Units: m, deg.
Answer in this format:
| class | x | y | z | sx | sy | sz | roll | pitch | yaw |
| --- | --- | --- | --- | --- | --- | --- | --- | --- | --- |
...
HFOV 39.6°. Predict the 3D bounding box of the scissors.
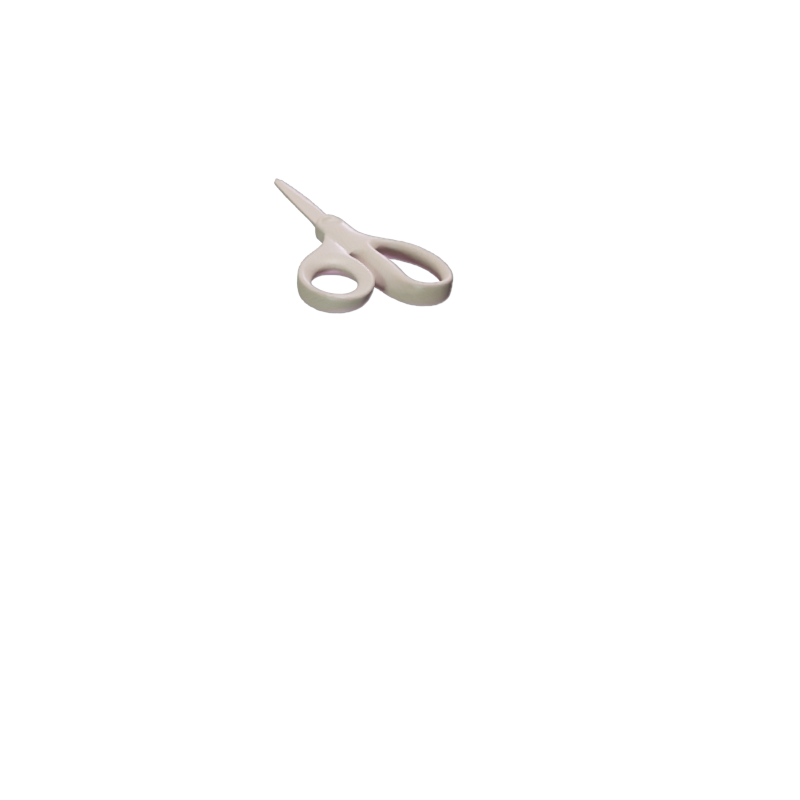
| class | x | y | z | sx | sy | sz | roll | pitch | yaw |
| --- | --- | --- | --- | --- | --- | --- | --- | --- | --- |
| scissors | -0.053 | -0.097 | 0.682 | 0.095 | 0.015 | 0.216 | -22 | 36 | -33 |
